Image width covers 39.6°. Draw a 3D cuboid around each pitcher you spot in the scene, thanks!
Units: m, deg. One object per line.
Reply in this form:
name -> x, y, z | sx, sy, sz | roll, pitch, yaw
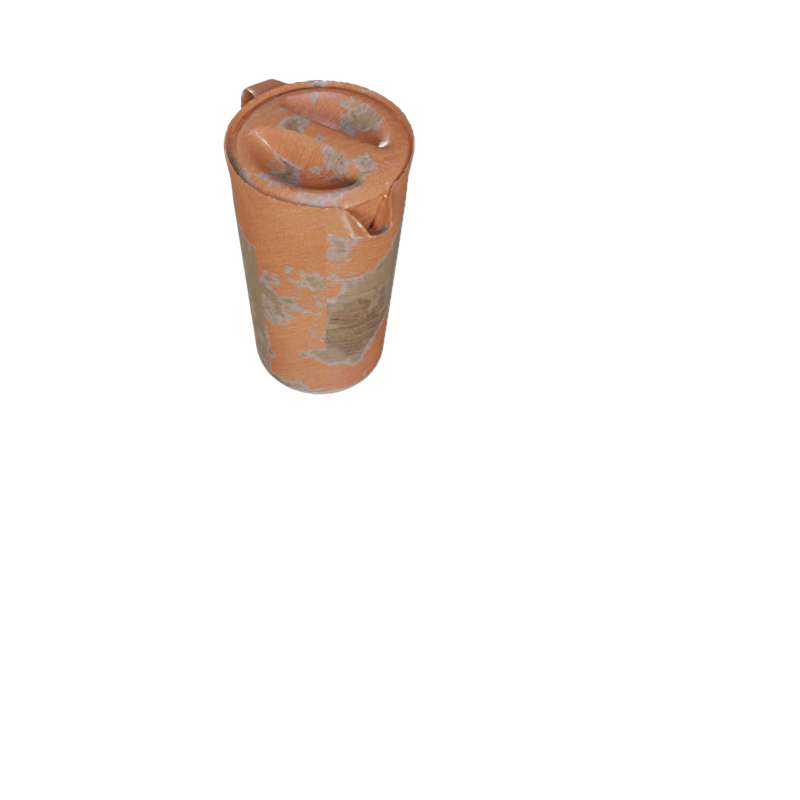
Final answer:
pitcher -> -0.067, -0.123, 0.859 | 0.147, 0.158, 0.227 | 11, -38, 6
